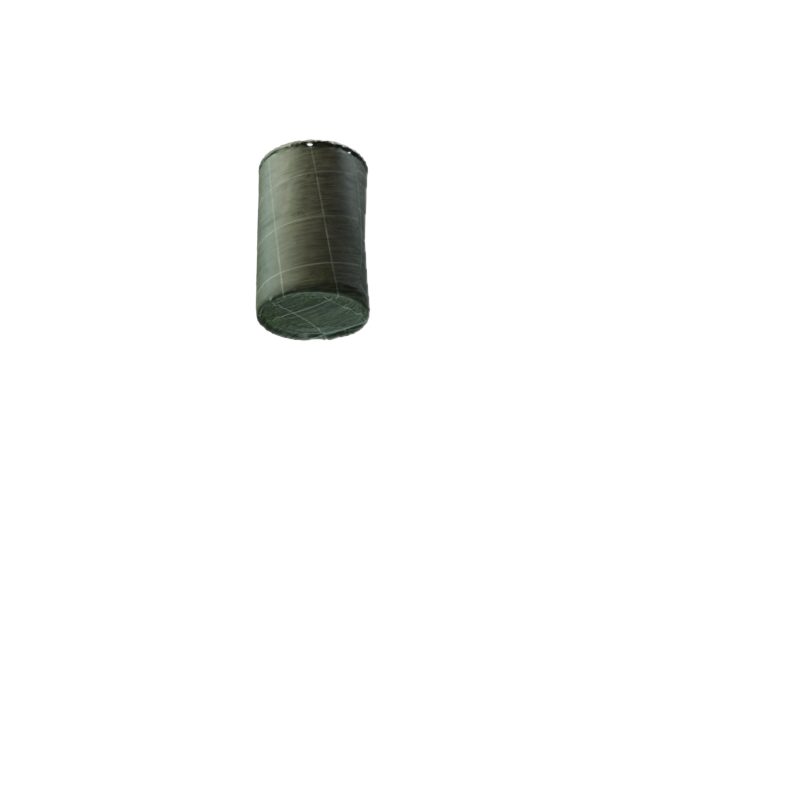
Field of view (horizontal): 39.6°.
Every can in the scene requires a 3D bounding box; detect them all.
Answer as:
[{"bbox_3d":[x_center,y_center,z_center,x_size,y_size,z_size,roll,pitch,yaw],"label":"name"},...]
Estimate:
[{"bbox_3d":[-0.052,-0.095,0.662,0.068,0.108,0.065,0,-27,-2],"label":"can"}]
